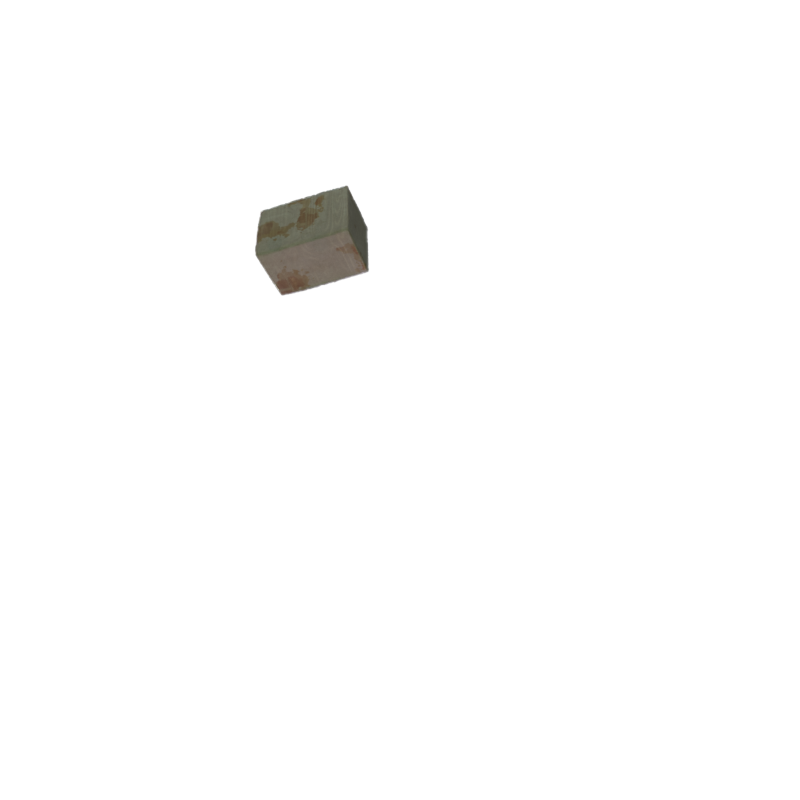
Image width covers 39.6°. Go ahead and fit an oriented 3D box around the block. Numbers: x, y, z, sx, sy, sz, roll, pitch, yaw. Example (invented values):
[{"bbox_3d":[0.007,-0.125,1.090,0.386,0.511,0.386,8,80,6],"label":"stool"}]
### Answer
[{"bbox_3d":[-0.069,-0.126,0.882,0.079,0.055,0.049,-14,-44,13],"label":"block"}]
